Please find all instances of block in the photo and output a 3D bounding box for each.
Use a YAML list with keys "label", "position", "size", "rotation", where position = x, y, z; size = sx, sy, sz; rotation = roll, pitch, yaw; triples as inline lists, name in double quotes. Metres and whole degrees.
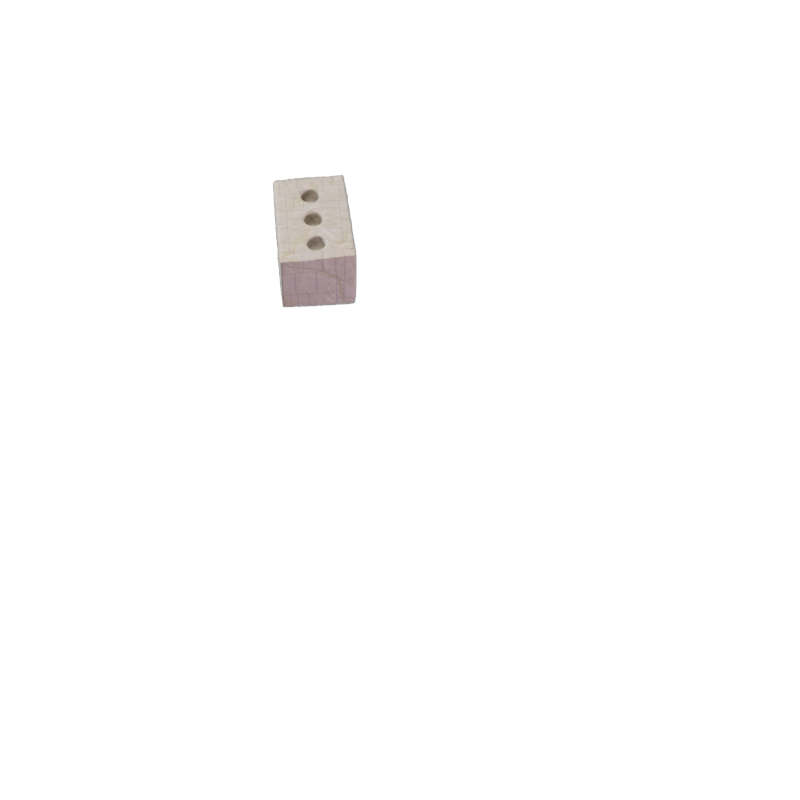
- label: "block"
  position: [-0.061, -0.111, 0.779]
  size: [0.052, 0.084, 0.048]
  rotation: [-5, -37, -6]
